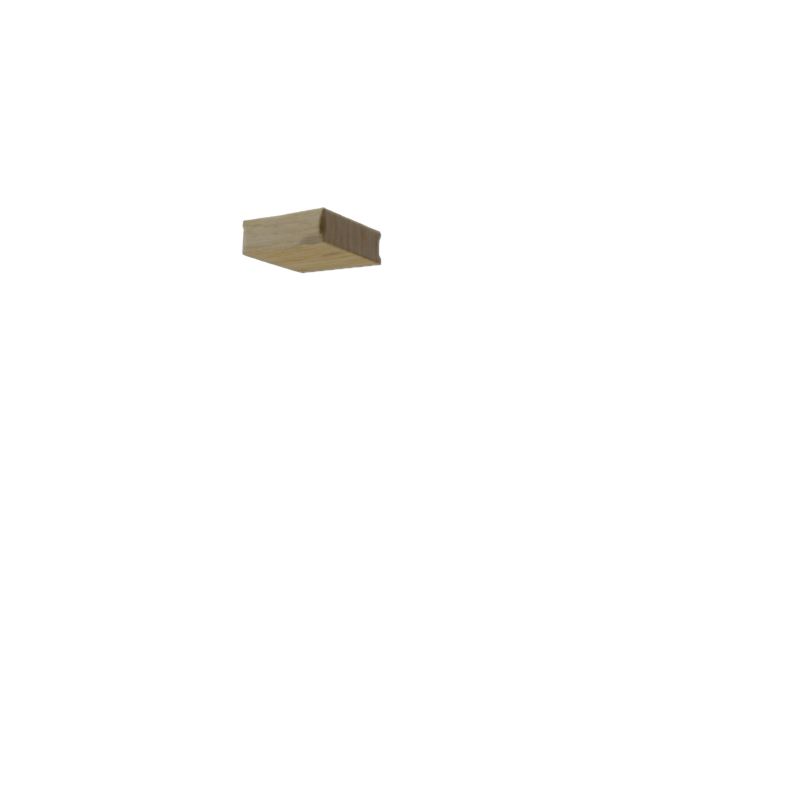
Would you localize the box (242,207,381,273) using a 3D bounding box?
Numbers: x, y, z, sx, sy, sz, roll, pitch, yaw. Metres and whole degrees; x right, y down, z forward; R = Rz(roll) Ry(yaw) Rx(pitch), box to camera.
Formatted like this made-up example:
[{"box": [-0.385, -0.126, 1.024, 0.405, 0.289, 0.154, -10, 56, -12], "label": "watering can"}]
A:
[{"box": [-0.066, -0.121, 0.848, 0.075, 0.031, 0.085, -4, -7, 30], "label": "box"}]
